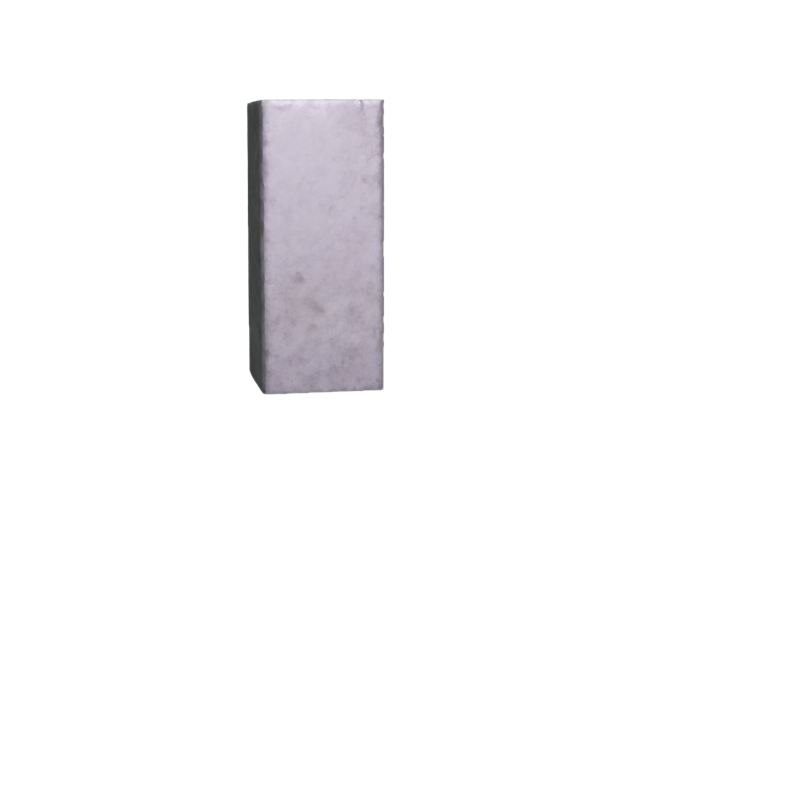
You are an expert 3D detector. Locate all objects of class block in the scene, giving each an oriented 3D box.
[{"bbox_3d":[-0.064,-0.116,0.816,0.089,0.203,0.093,-1,7,-12],"label":"block"}]
